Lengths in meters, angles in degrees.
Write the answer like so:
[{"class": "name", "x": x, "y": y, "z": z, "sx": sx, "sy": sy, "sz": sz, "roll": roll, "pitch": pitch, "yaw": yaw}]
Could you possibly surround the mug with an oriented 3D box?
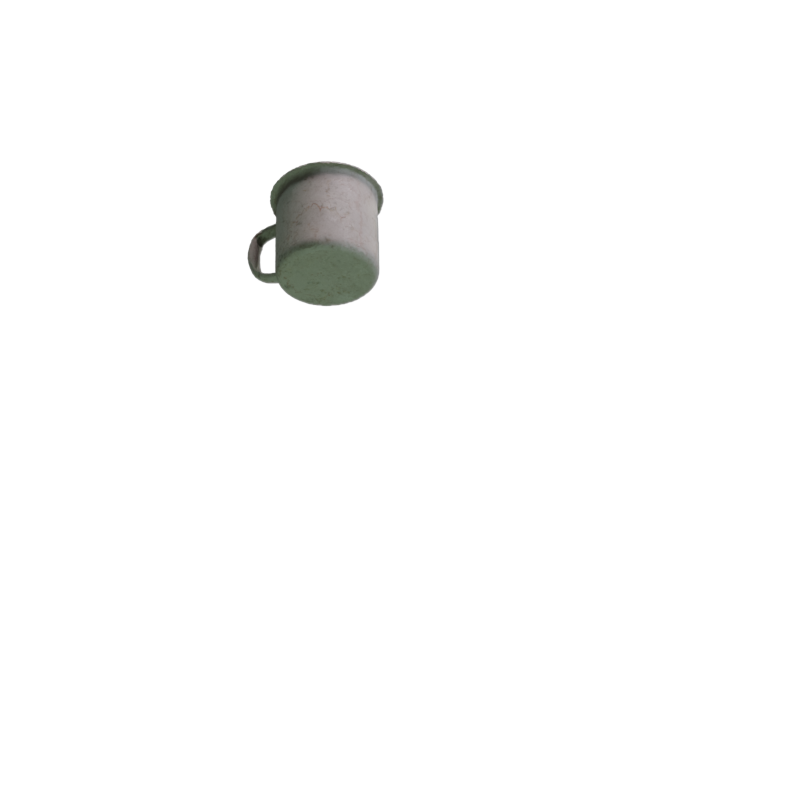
[{"class": "mug", "x": -0.069, "y": -0.126, "z": 0.885, "sx": 0.118, "sy": 0.087, "sz": 0.086, "roll": -14, "pitch": -37, "yaw": 18}]
